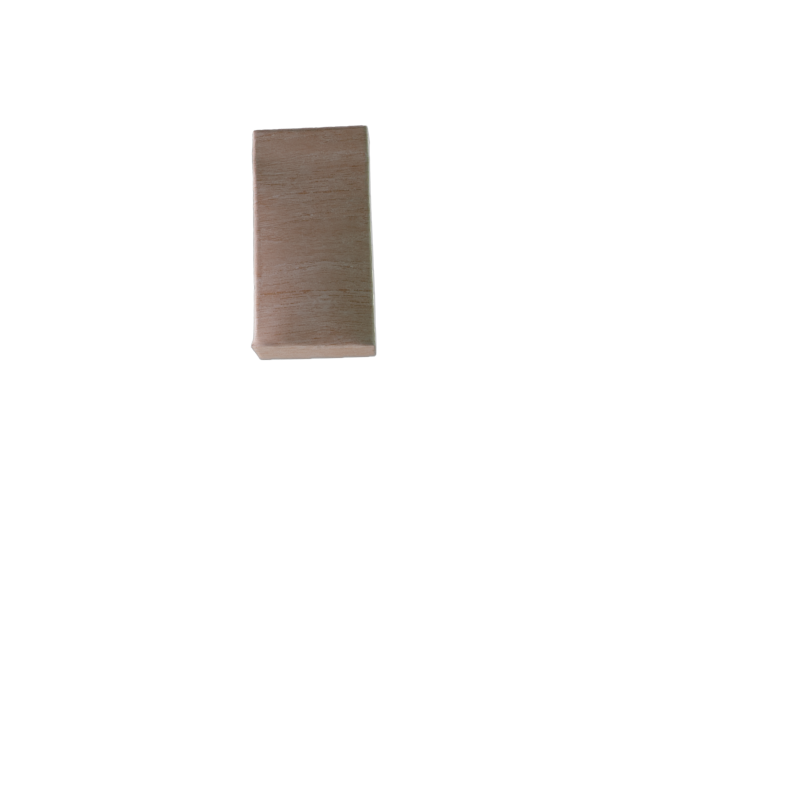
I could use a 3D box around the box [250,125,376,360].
[{"bbox_3d":[-0.067,-0.122,0.854,0.094,0.184,0.046,-2,-18,3],"label":"box"}]
